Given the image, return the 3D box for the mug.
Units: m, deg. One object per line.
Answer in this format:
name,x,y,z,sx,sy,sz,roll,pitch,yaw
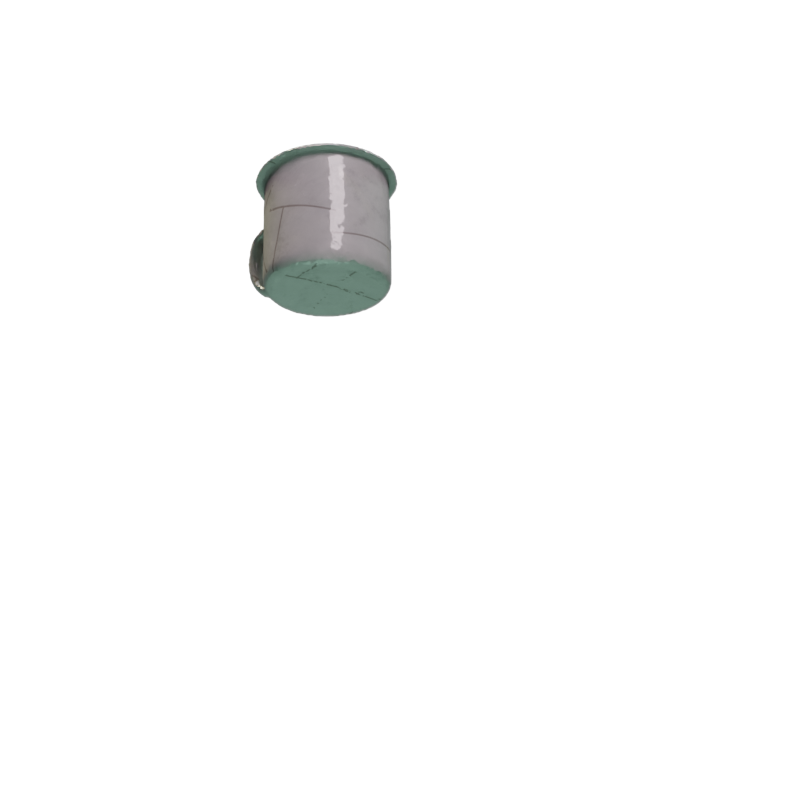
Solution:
mug,-0.056,-0.103,0.721,0.118,0.086,0.087,-20,-31,36
